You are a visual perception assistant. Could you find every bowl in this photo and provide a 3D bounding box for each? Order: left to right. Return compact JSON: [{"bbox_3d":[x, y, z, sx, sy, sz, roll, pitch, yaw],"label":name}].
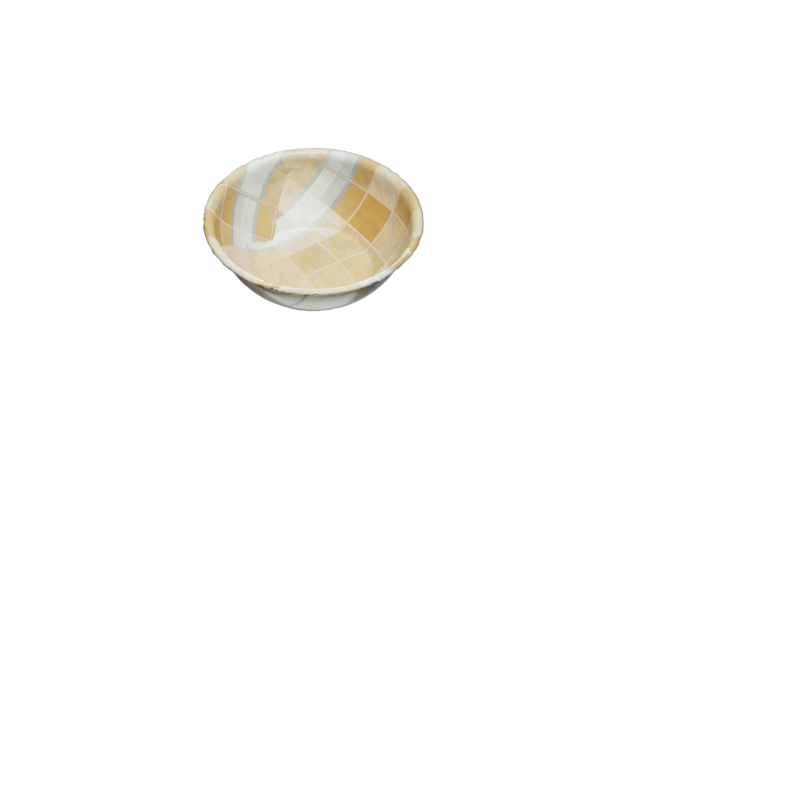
[{"bbox_3d":[-0.065,-0.118,0.827,0.162,0.174,0.051,-1,-44,-1],"label":"bowl"}]
